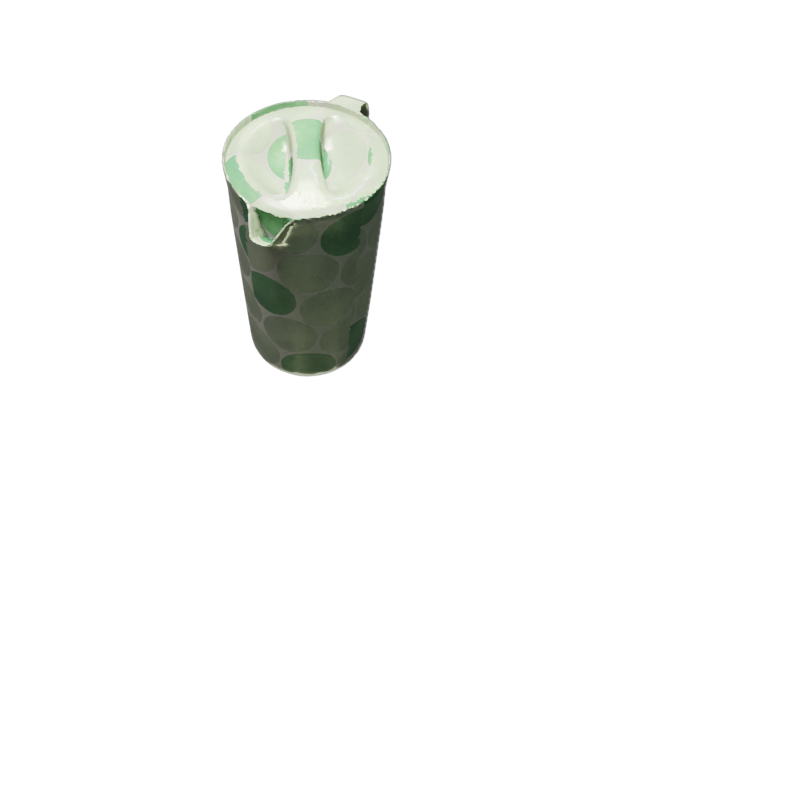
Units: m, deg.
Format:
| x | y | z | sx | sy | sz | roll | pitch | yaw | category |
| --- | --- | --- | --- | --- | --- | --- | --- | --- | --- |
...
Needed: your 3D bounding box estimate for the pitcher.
| x | y | z | sx | sy | sz | roll | pitch | yaw | category |
| --- | --- | --- | --- | --- | --- | --- | --- | --- | --- |
| -0.075 | -0.137 | 0.962 | 0.148 | 0.156 | 0.227 | -17 | -34 | -15 | pitcher |
